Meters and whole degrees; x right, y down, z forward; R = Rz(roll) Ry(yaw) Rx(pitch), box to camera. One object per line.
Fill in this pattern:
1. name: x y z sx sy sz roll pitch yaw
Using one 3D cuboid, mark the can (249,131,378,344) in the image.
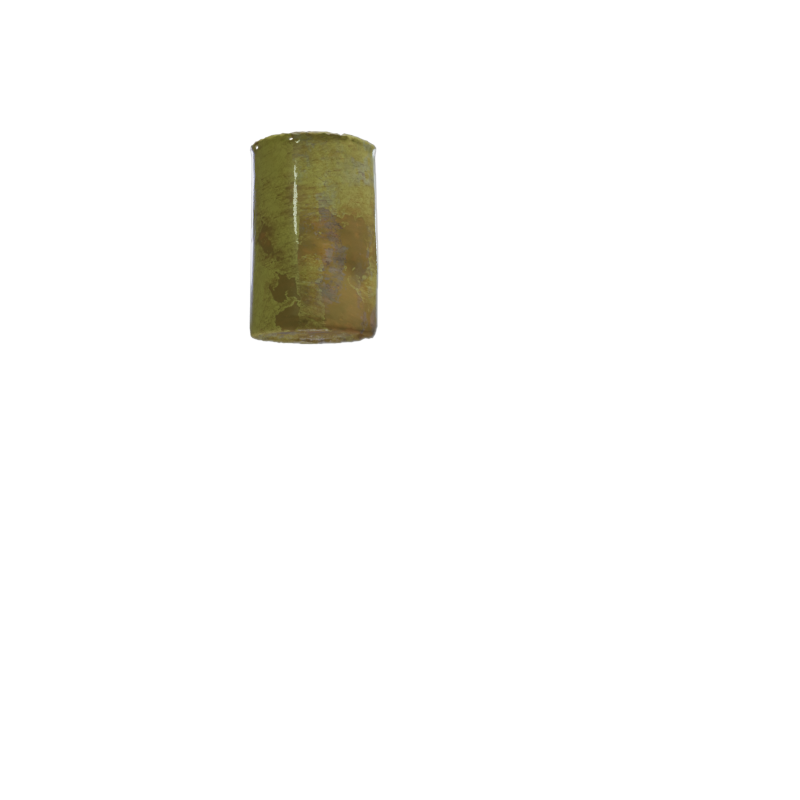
1. can: -0.046 -0.084 0.586 0.068 0.105 0.067 0 -8 -2
